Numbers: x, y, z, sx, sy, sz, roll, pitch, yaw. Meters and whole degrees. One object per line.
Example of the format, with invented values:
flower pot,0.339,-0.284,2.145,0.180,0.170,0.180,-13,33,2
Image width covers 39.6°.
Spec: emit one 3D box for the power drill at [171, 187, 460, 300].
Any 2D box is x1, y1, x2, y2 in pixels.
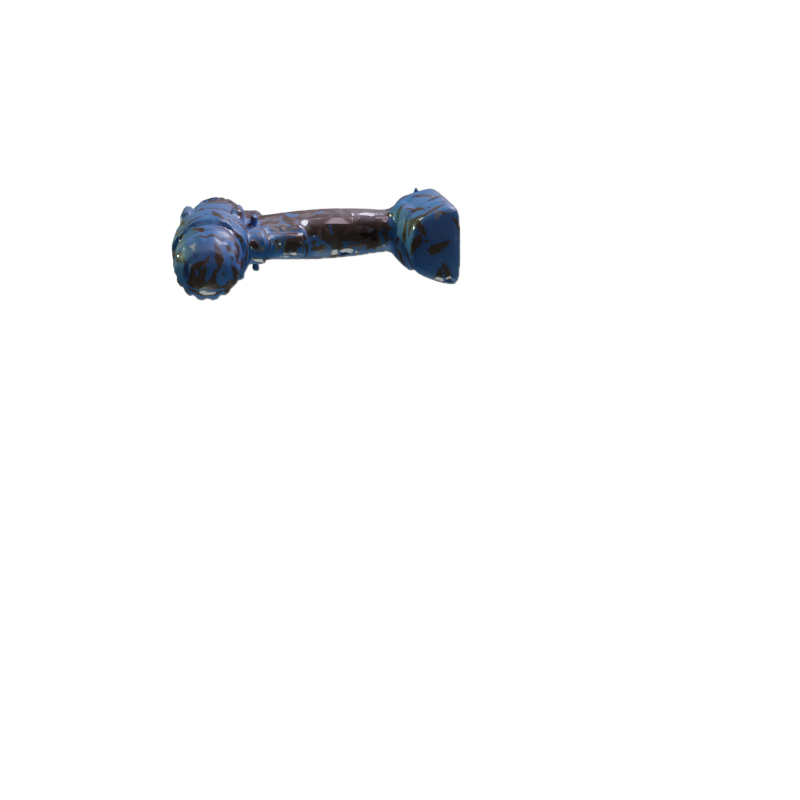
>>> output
power drill,-0.058,-0.106,0.742,0.187,0.055,0.192,-1,19,-5
